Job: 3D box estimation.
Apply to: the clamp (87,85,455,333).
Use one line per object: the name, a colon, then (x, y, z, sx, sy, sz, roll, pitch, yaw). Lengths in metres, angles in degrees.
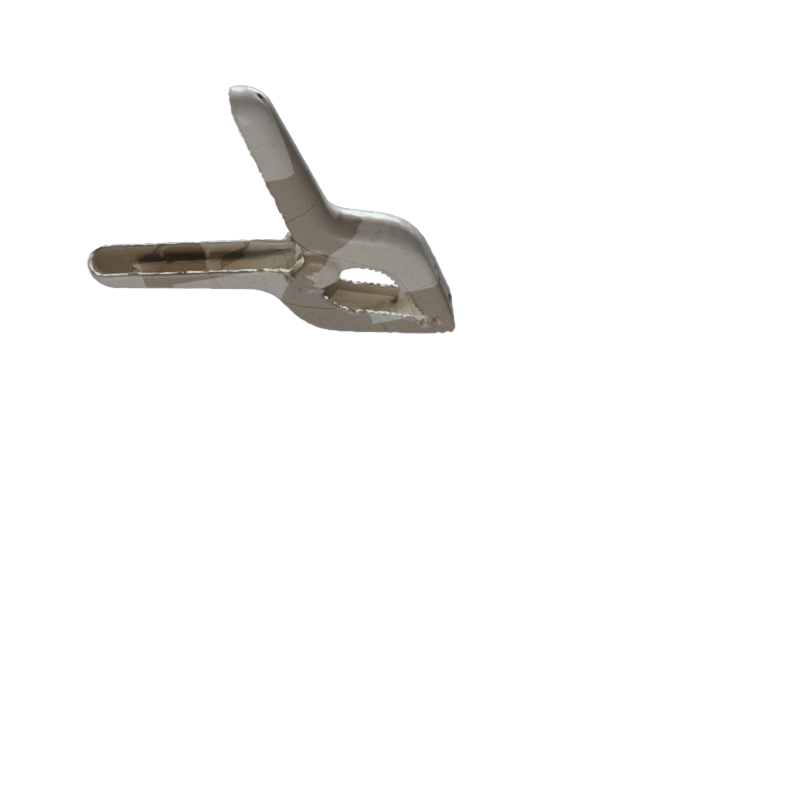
clamp: (-0.048, -0.088, 0.614, 0.201, 0.039, 0.160, 18, -38, -24)
